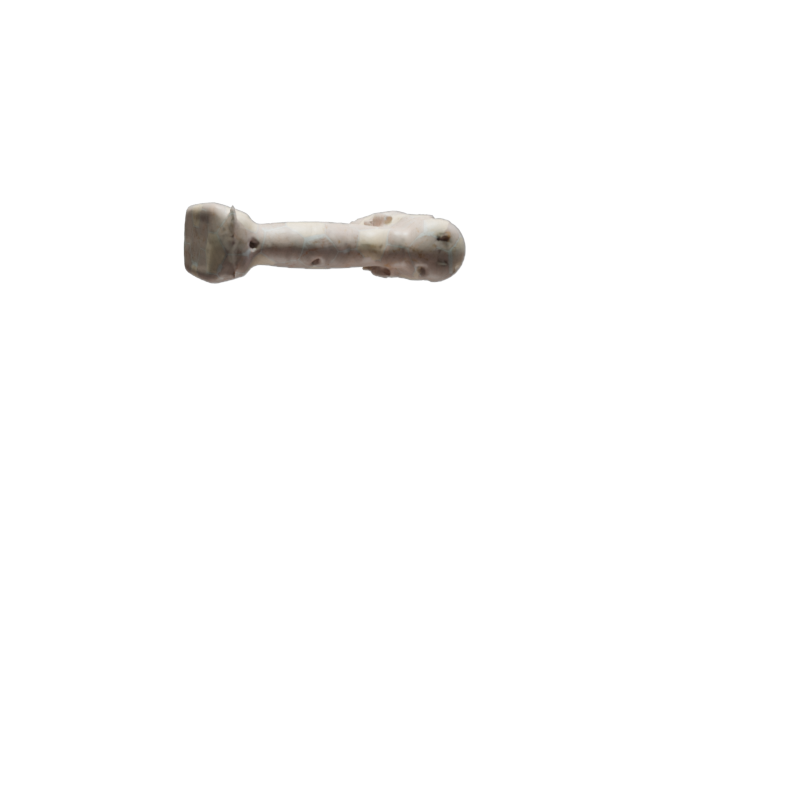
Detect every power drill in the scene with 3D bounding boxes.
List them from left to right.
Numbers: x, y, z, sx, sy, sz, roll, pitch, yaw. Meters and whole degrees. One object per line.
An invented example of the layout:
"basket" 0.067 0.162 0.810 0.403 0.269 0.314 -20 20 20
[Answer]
"power drill" -0.066 -0.120 0.842 0.183 0.057 0.191 -3 9 -19
